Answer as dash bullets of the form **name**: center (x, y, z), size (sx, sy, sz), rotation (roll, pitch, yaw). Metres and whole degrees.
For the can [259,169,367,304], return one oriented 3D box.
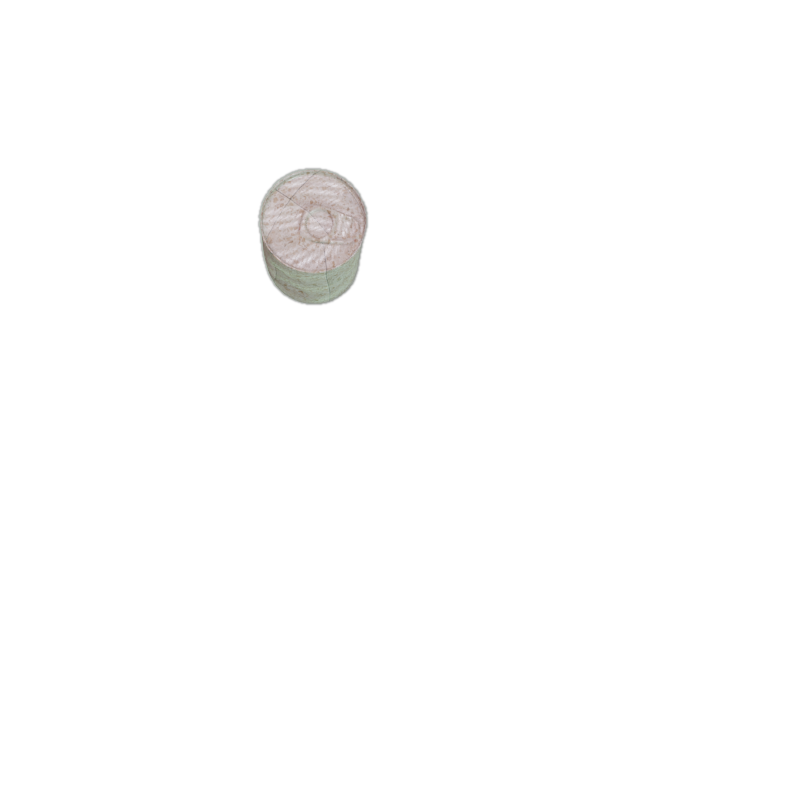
- **can**: center (-0.058, -0.106, 0.742), size (0.068, 0.071, 0.099), rotation (0, -10, -3)
